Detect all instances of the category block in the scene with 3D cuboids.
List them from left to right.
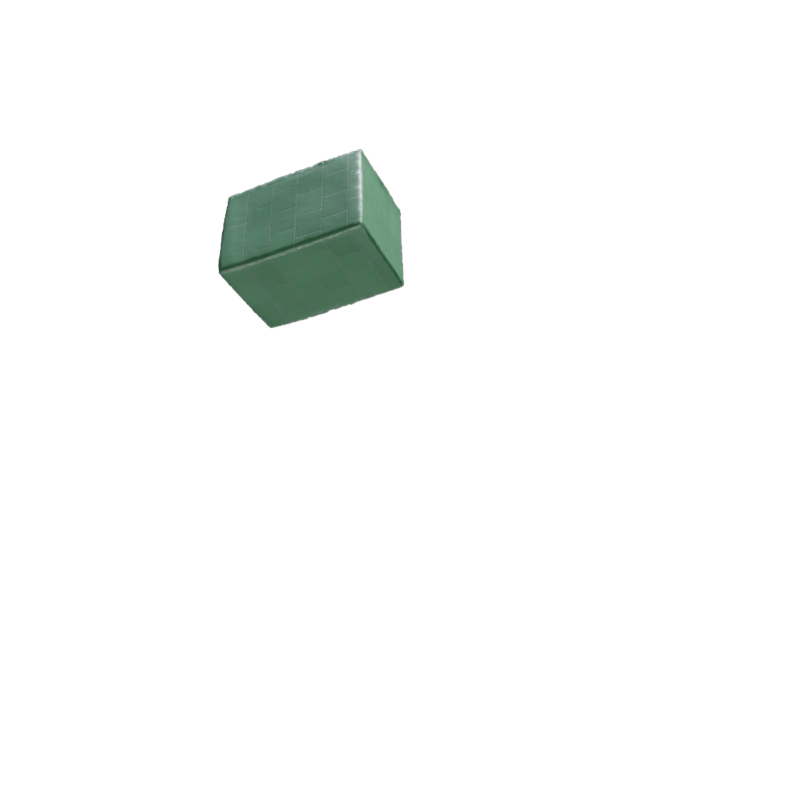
[{"bbox_3d":[-0.043,-0.079,0.552,0.079,0.055,0.049,-16,-41,18],"label":"block"}]
